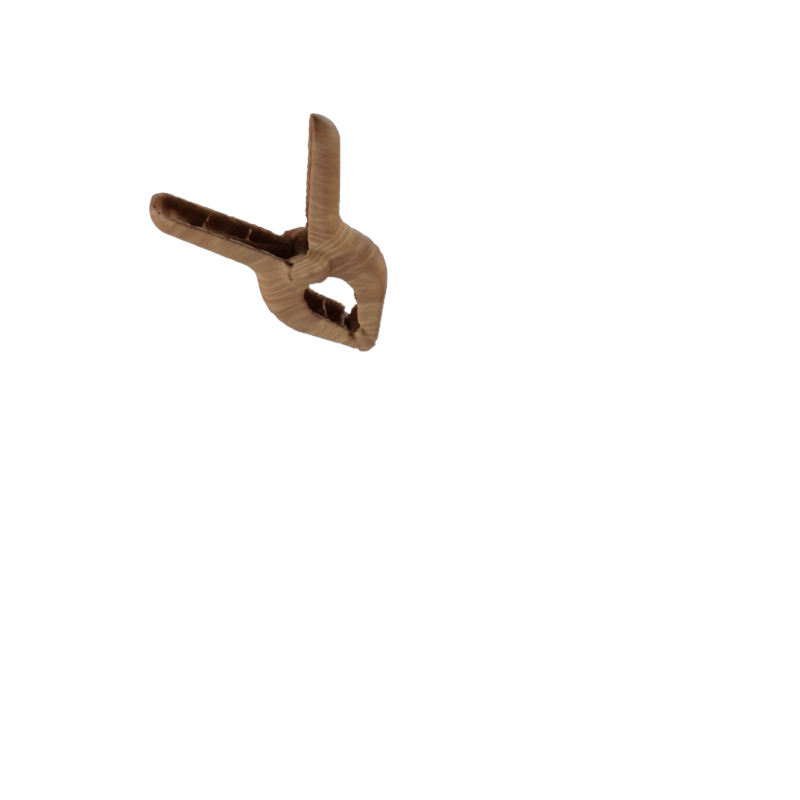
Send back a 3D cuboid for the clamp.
[{"bbox_3d":[-0.052,-0.095,0.663,0.120,0.042,0.159,-26,-47,27],"label":"clamp"}]
